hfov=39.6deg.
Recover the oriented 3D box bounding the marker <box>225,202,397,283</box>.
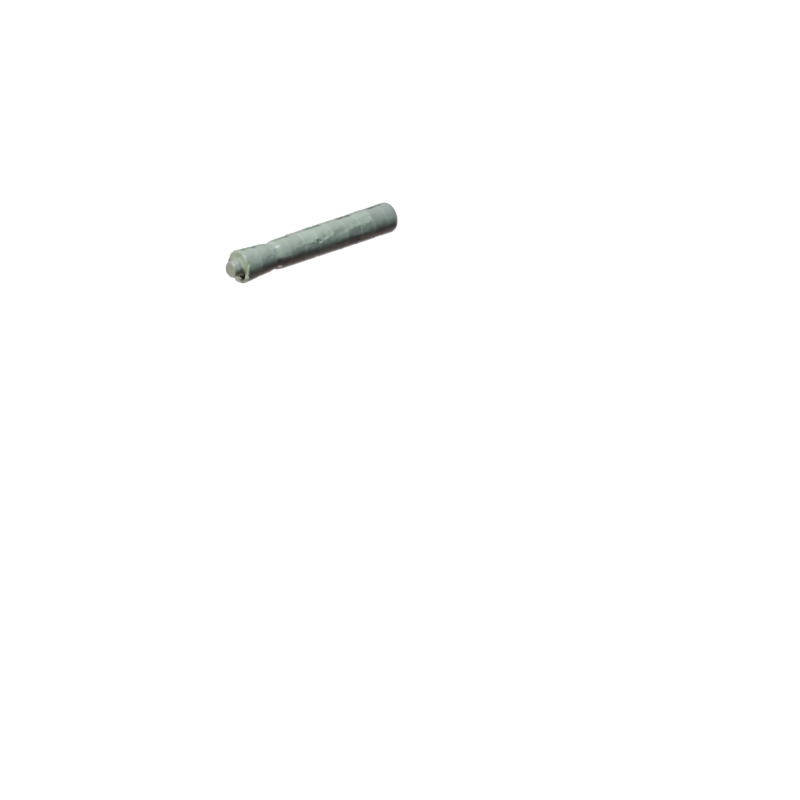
[{"bbox_3d":[-0.050,-0.091,0.638,0.120,0.019,0.021,-25,20,-38],"label":"marker"}]
